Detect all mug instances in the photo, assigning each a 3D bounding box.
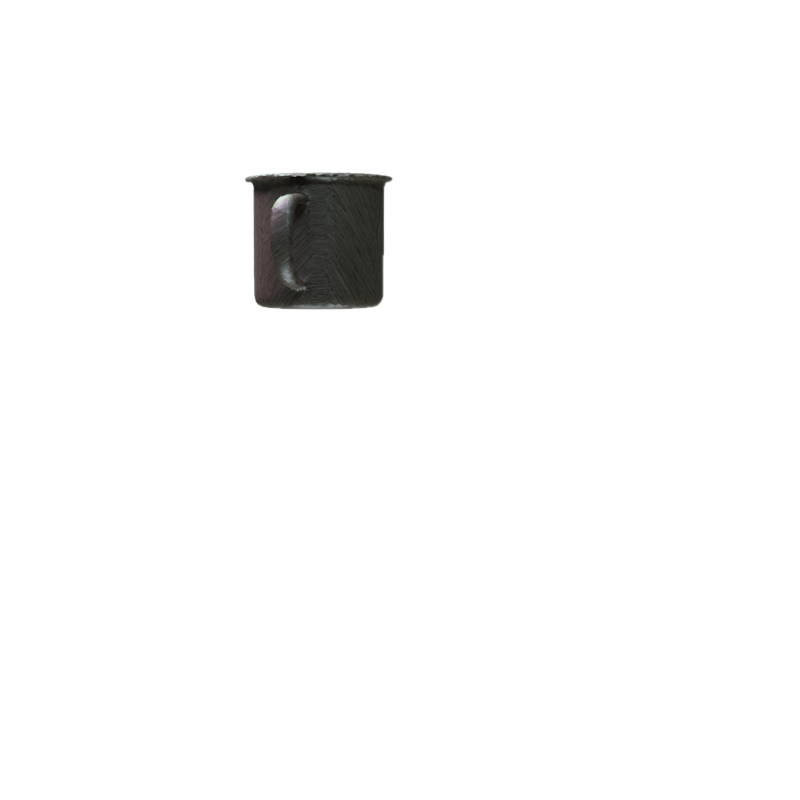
[{"bbox_3d":[-0.054,-0.098,0.686,0.095,0.081,0.116,1,5,13],"label":"mug"}]
